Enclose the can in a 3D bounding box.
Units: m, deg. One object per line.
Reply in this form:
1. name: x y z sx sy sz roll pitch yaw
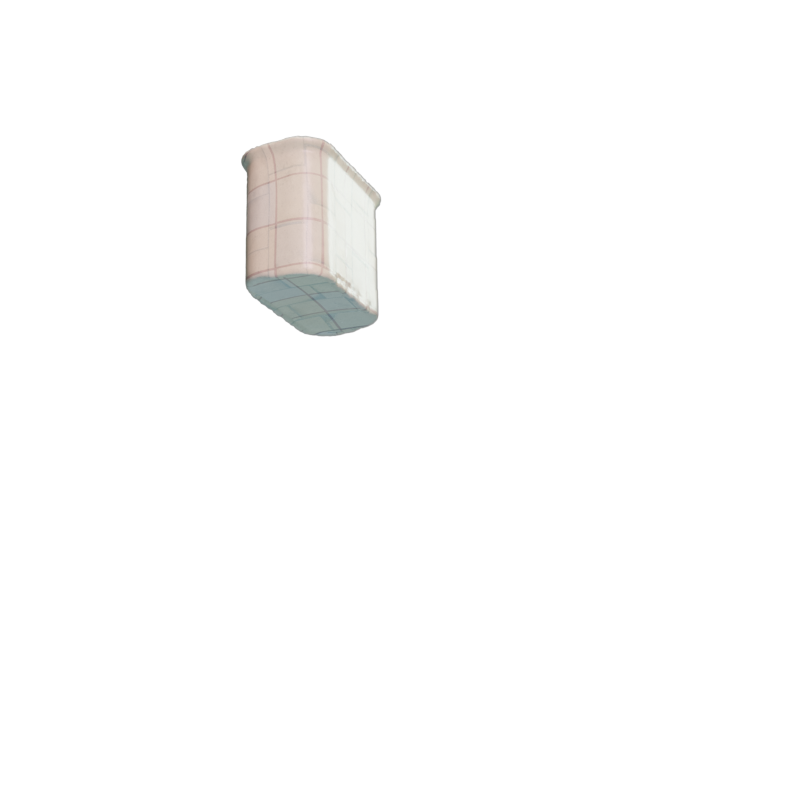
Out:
1. can: -0.051 -0.093 0.651 0.058 0.088 0.095 -11 -24 22
